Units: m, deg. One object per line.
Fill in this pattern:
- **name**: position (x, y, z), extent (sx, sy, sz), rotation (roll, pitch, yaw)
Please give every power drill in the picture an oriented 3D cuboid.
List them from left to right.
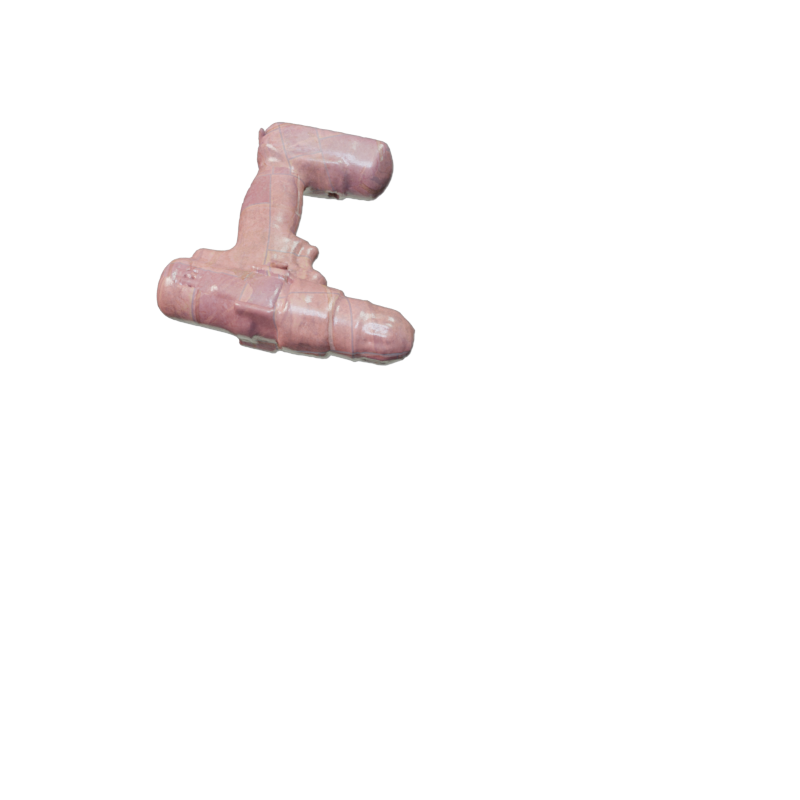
- **power drill**: position (-0.063, -0.116, 0.810), extent (0.188, 0.197, 0.053), rotation (13, -37, 10)
